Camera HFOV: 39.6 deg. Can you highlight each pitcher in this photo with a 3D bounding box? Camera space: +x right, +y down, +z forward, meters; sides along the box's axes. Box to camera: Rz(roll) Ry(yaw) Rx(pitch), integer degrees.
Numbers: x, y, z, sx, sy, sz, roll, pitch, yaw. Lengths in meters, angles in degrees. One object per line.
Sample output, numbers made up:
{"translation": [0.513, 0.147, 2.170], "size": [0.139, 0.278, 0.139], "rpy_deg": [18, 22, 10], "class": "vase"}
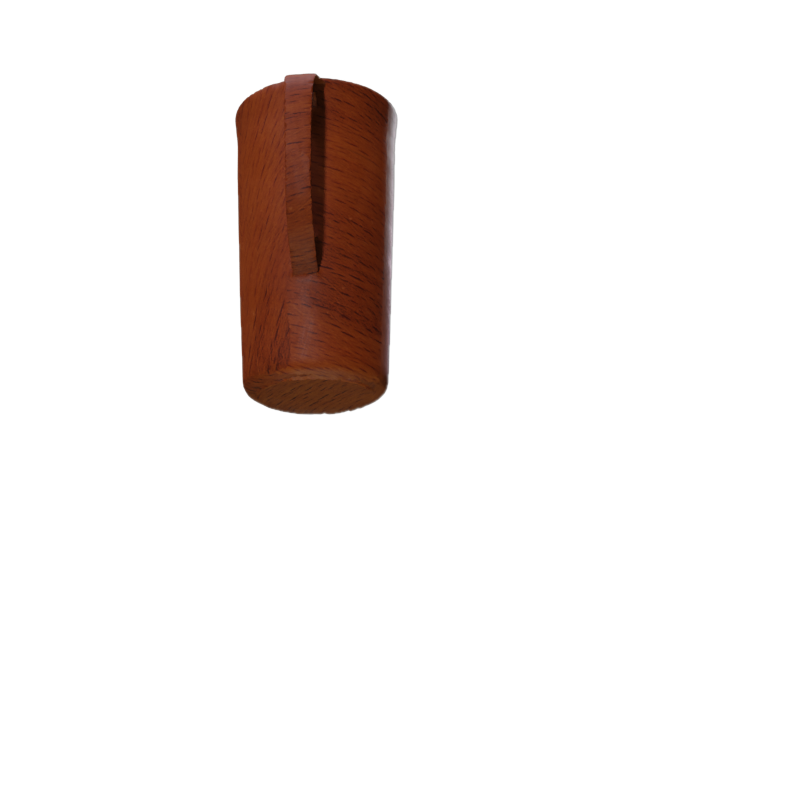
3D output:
{"translation": [-0.067, -0.122, 0.855], "size": [0.141, 0.256, 0.145], "rpy_deg": [17, -29, -38], "class": "pitcher"}
